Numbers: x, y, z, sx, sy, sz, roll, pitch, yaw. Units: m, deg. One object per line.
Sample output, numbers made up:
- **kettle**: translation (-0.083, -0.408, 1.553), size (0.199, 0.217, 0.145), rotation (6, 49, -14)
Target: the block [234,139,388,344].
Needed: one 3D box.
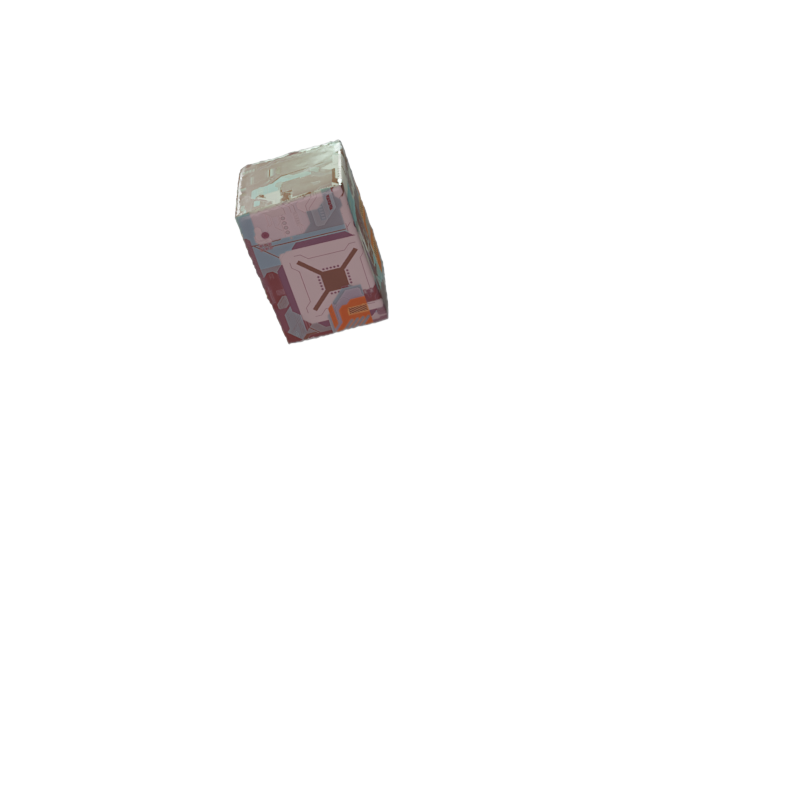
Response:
- **block**: translation (-0.042, -0.076, 0.531), size (0.053, 0.072, 0.055), rotation (-14, 34, 8)
